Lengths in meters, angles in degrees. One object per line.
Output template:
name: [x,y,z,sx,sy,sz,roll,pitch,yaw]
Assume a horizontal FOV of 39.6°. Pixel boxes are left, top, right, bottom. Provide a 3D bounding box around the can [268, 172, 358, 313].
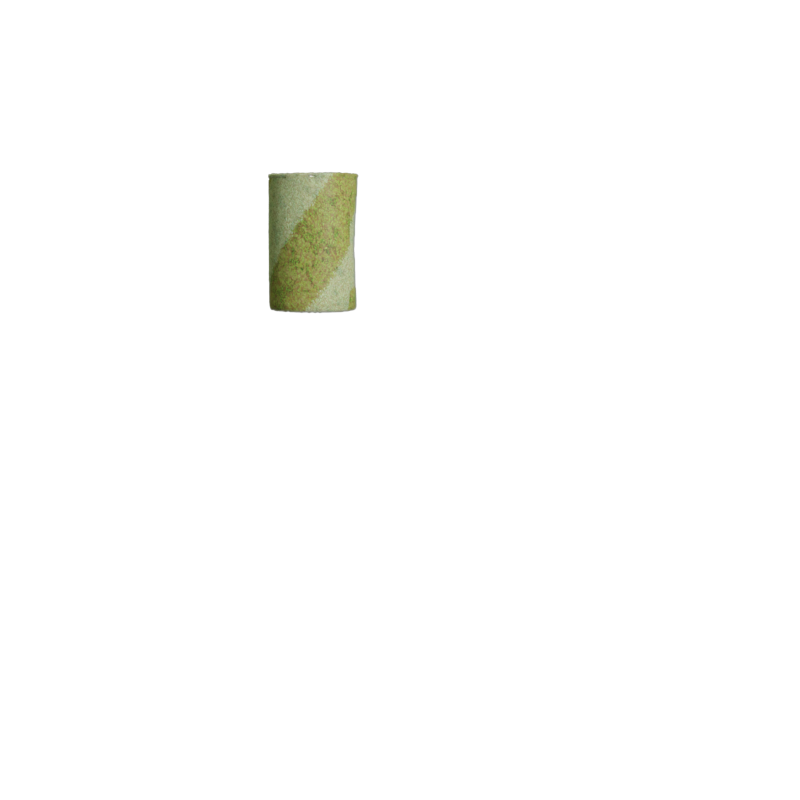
can: [-0.065,-0.119,0.833,0.068,0.102,0.069,0,4,-2]
